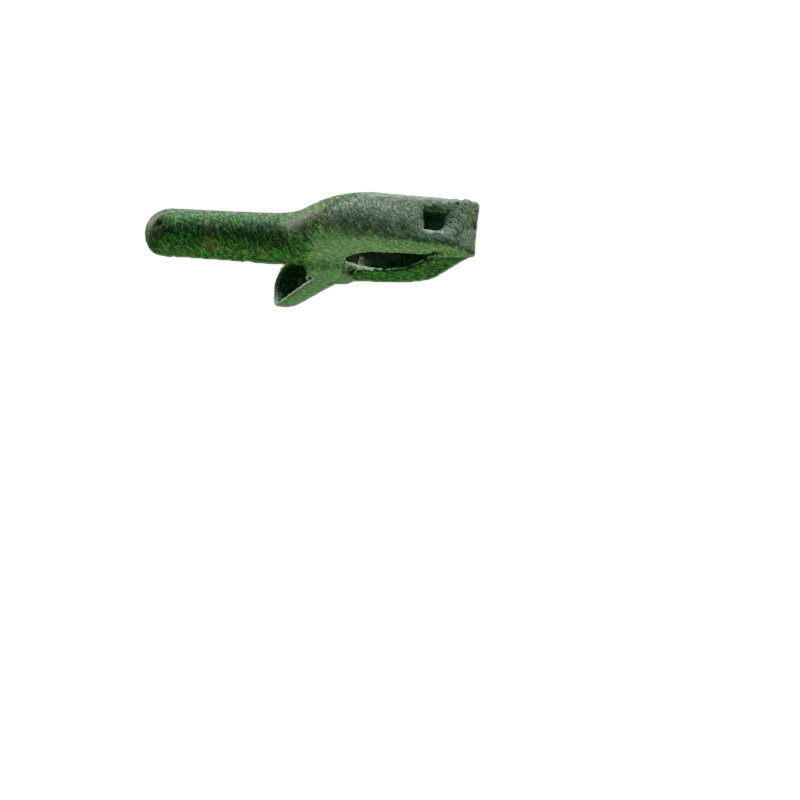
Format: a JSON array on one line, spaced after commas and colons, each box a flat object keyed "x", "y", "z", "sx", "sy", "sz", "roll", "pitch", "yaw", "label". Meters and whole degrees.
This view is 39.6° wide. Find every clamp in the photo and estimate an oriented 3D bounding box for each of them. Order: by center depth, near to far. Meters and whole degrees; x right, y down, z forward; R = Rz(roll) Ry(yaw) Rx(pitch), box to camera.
[{"x": -0.044, "y": -0.081, "z": 0.565, "sx": 0.175, "sy": 0.040, "sz": 0.114, "roll": -8, "pitch": -12, "yaw": 43, "label": "clamp"}]
